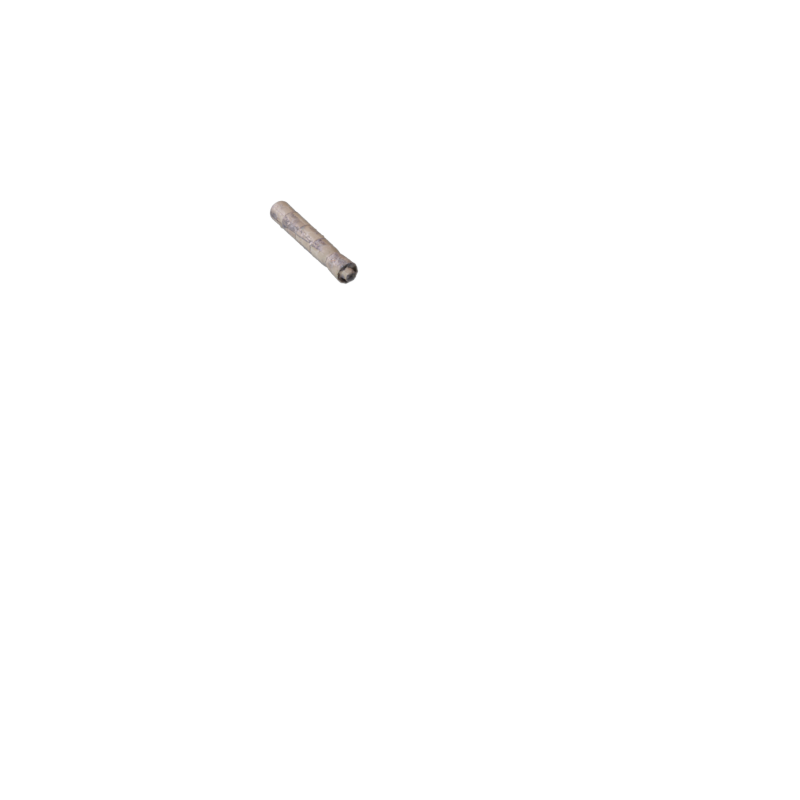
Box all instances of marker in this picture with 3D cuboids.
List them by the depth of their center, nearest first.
[{"bbox_3d":[-0.070,-0.128,0.895,0.019,0.019,0.131,-3,32,-34],"label":"marker"}]
